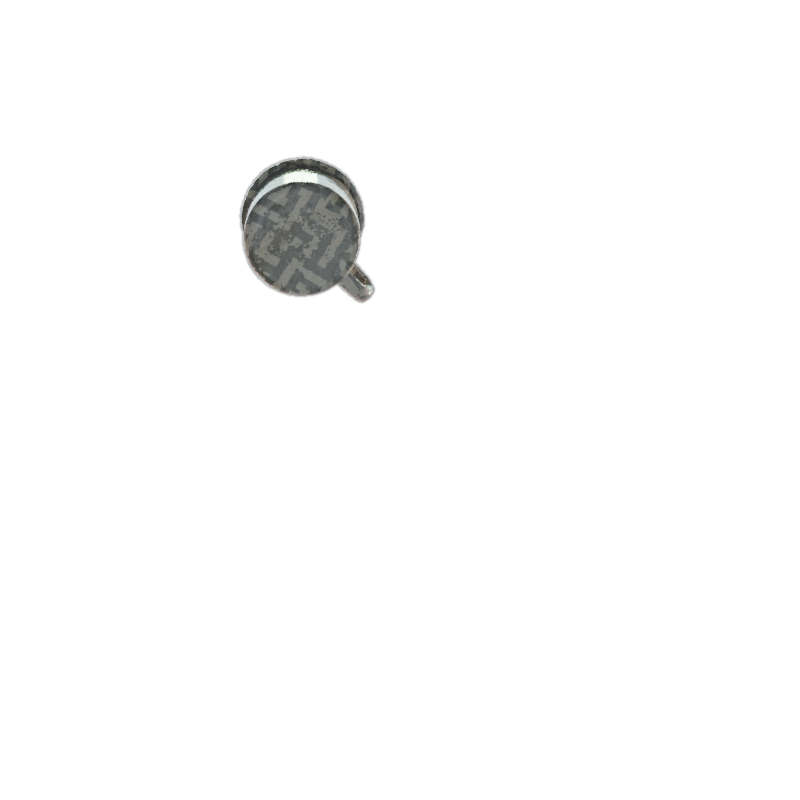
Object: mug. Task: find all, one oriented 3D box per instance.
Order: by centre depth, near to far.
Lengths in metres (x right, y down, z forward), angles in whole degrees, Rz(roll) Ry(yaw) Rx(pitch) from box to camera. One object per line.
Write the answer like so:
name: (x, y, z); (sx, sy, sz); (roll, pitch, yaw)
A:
mug: (-0.063, -0.114, 0.800); (0.093, 0.114, 0.084); (-40, 12, 9)
